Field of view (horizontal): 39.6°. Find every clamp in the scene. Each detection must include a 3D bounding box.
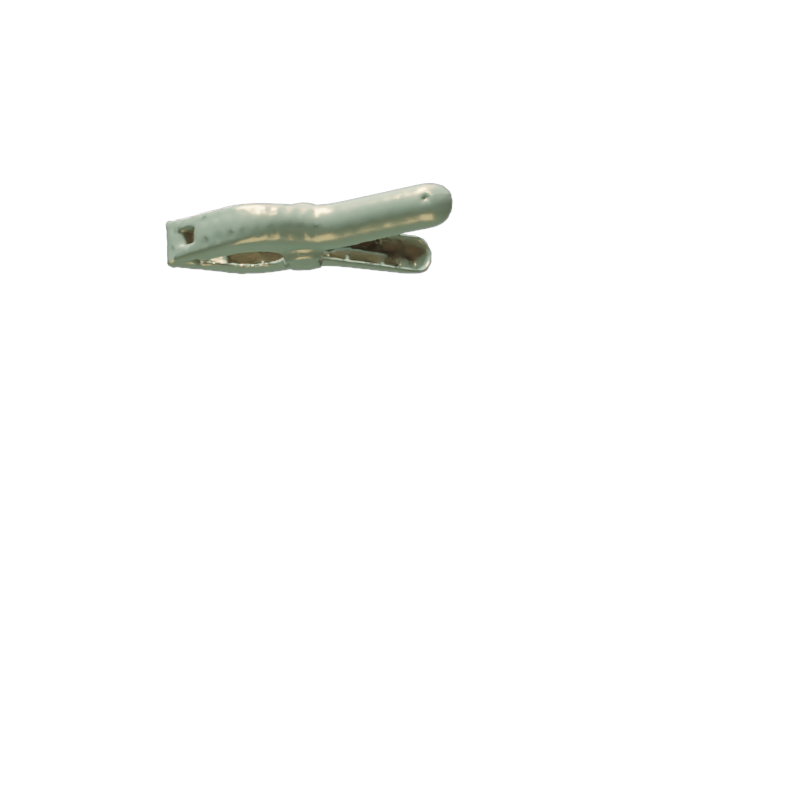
[{"bbox_3d":[-0.053,-0.096,0.676,0.173,0.041,0.114,-2,-16,7],"label":"clamp"}]
